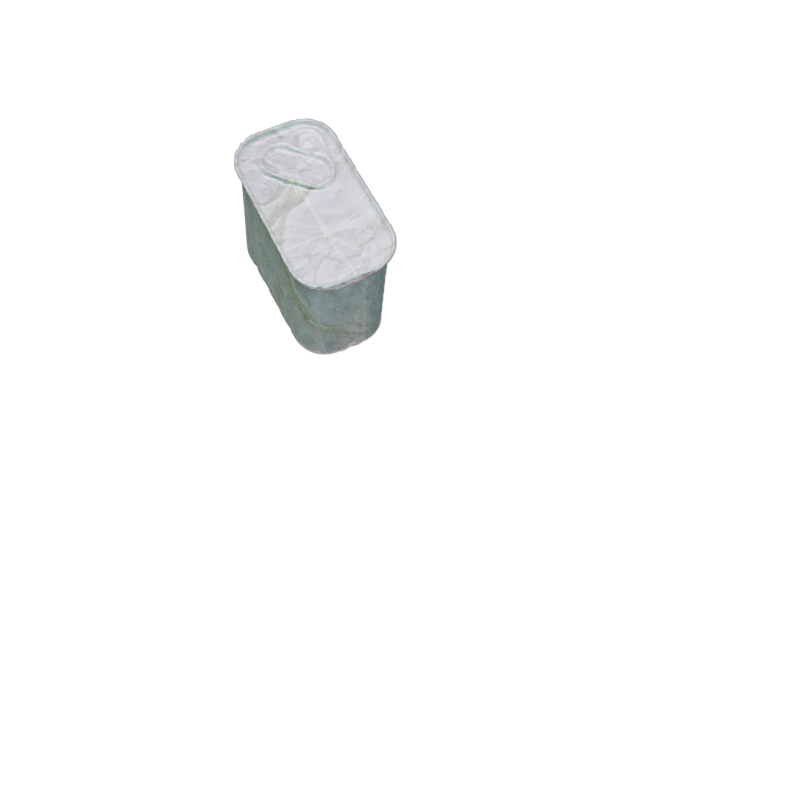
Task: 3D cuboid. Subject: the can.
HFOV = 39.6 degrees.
[{"bbox_3d":[-0.047,-0.085,0.596,0.057,0.109,0.079,-23,-25,-14],"label":"can"}]
